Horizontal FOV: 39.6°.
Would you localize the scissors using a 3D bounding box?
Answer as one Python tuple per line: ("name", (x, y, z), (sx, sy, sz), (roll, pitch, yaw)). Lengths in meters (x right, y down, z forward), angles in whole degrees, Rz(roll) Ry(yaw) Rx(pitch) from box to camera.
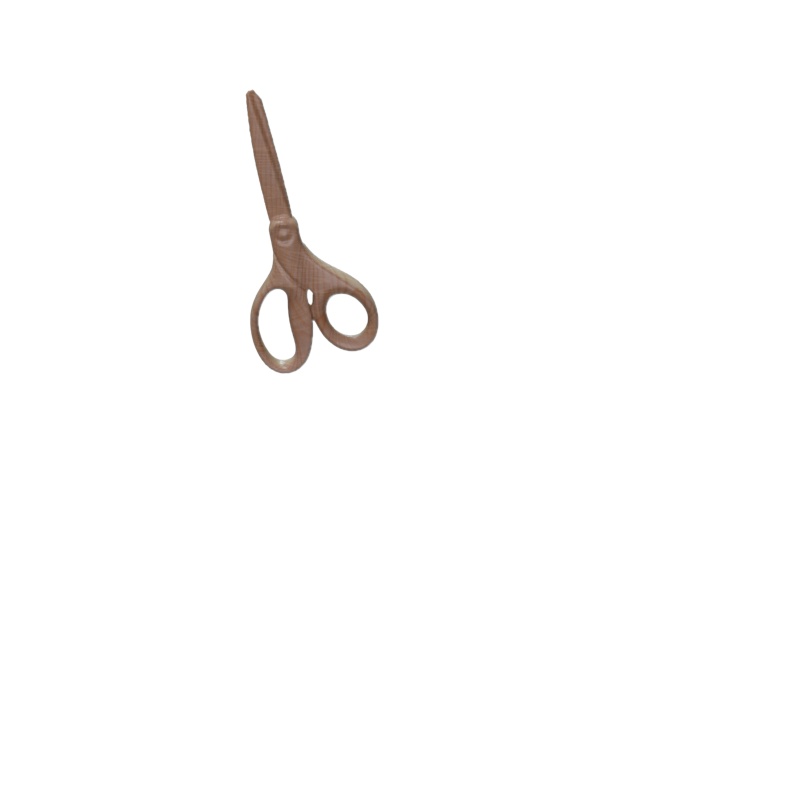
("scissors", (-0.057, -0.103, 0.724), (0.096, 0.191, 0.017), (5, 29, -3))
